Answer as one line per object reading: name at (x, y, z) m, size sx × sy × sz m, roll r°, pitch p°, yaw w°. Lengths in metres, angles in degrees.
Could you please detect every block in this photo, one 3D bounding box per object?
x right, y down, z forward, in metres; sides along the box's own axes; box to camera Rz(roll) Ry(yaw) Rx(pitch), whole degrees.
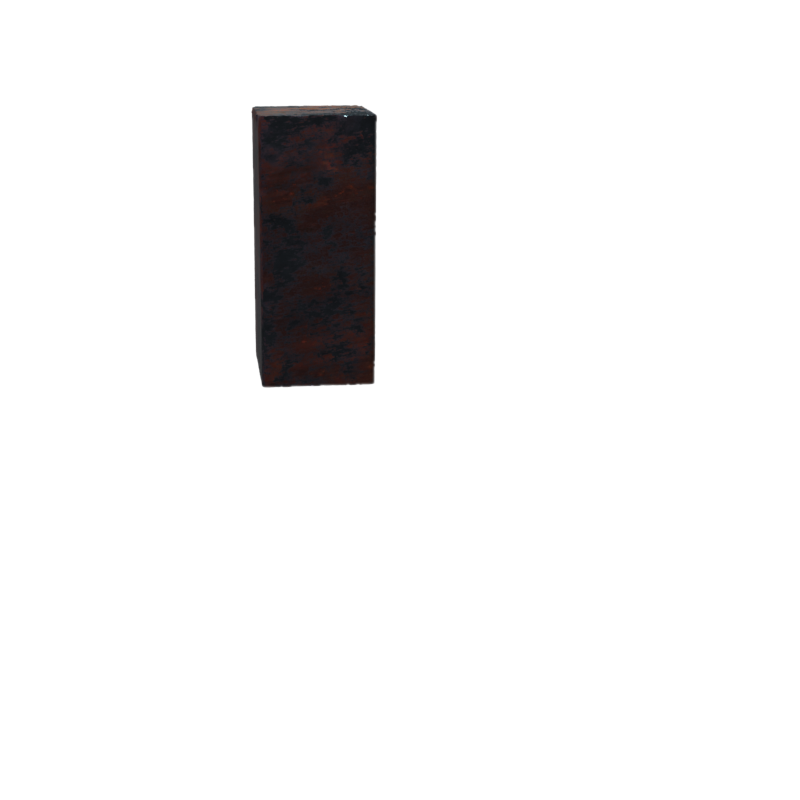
block at (-0.069, -0.124, 0.867) m, size 0.089 × 0.200 × 0.094 m, roll -1°, pitch 14°, yaw -8°
